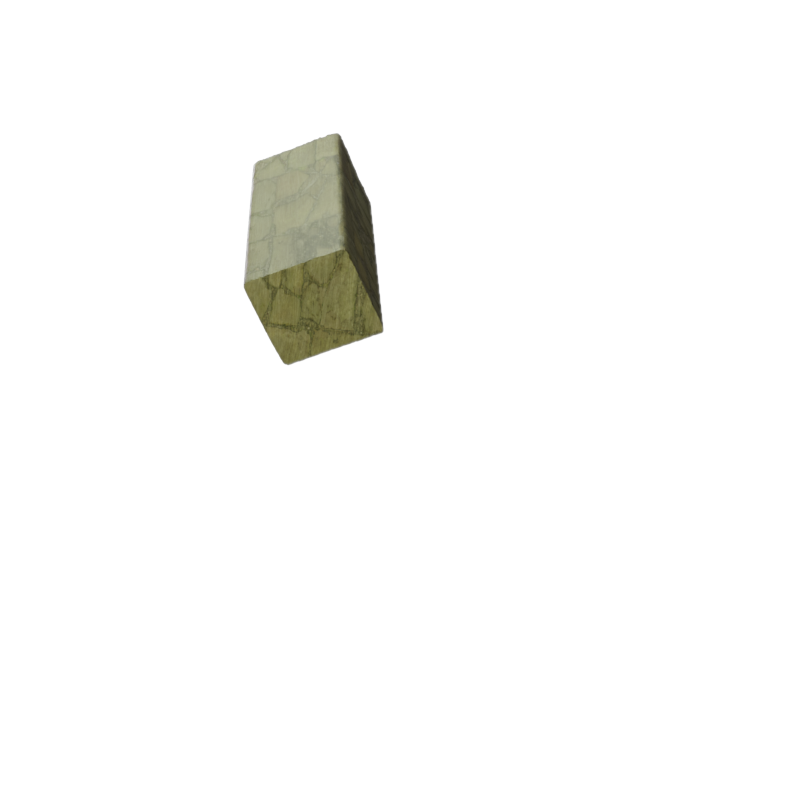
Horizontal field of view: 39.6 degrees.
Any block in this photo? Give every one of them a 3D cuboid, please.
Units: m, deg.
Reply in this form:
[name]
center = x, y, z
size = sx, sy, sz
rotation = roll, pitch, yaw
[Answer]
[block]
center = -0.076, -0.139, 0.970
size = 0.091, 0.084, 0.220
rotation = -19, 36, 10
